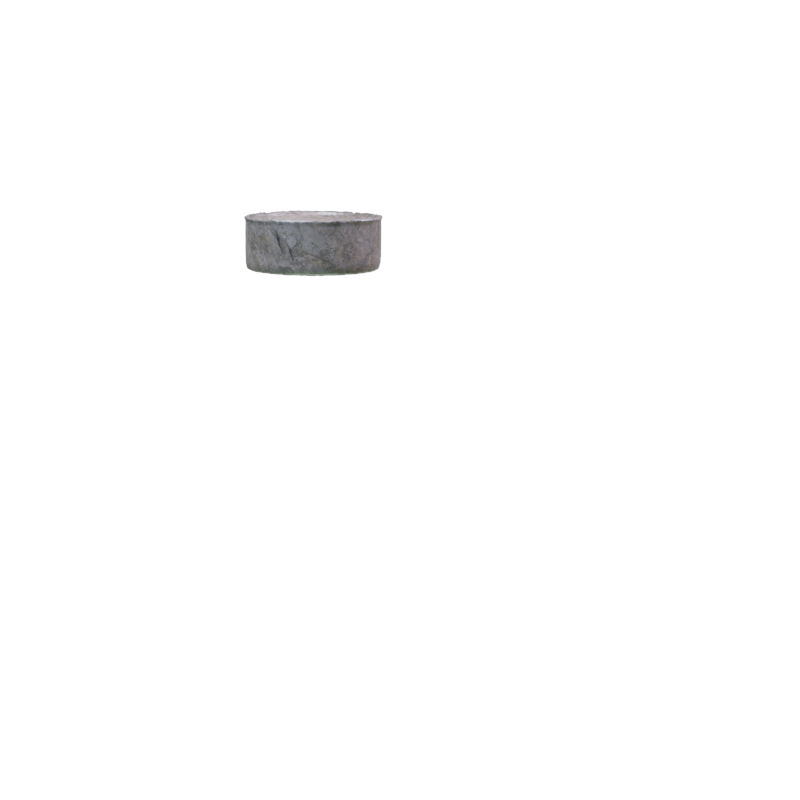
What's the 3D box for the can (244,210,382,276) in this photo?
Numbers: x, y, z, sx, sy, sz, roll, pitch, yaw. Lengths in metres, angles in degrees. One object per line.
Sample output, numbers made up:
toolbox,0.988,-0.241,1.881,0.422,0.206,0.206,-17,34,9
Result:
can,-0.054,-0.099,0.691,0.086,0.033,0.088,0,12,-2
